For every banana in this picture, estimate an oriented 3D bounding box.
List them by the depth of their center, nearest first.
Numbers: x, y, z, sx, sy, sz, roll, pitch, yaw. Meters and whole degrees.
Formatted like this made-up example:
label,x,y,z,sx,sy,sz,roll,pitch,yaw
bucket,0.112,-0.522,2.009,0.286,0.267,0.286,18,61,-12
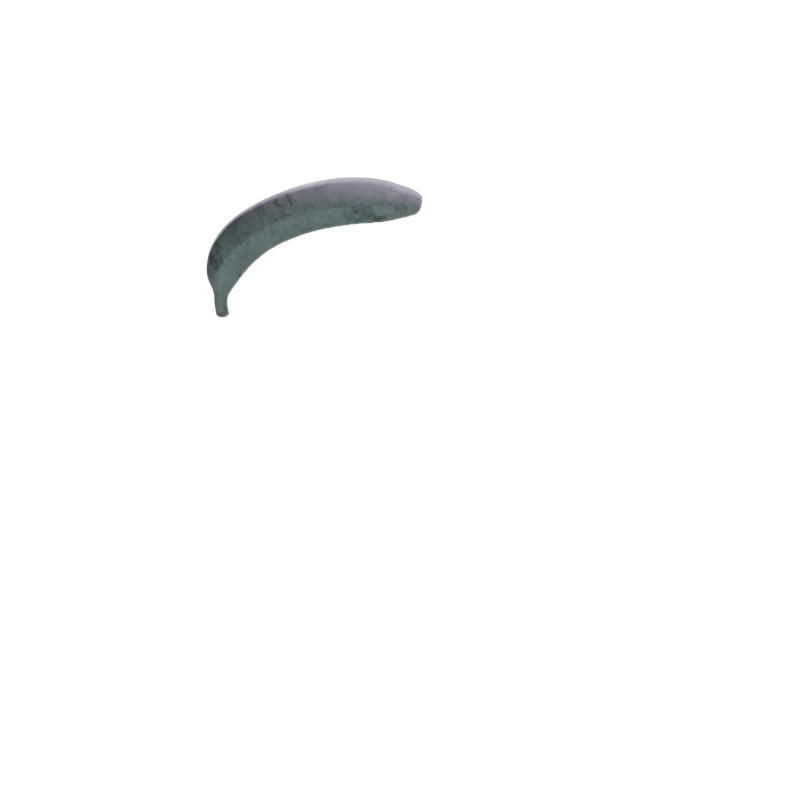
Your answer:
label,x,y,z,sx,sy,sz,roll,pitch,yaw
banana,-0.082,-0.135,0.874,0.198,0.039,0.065,-25,-52,20
